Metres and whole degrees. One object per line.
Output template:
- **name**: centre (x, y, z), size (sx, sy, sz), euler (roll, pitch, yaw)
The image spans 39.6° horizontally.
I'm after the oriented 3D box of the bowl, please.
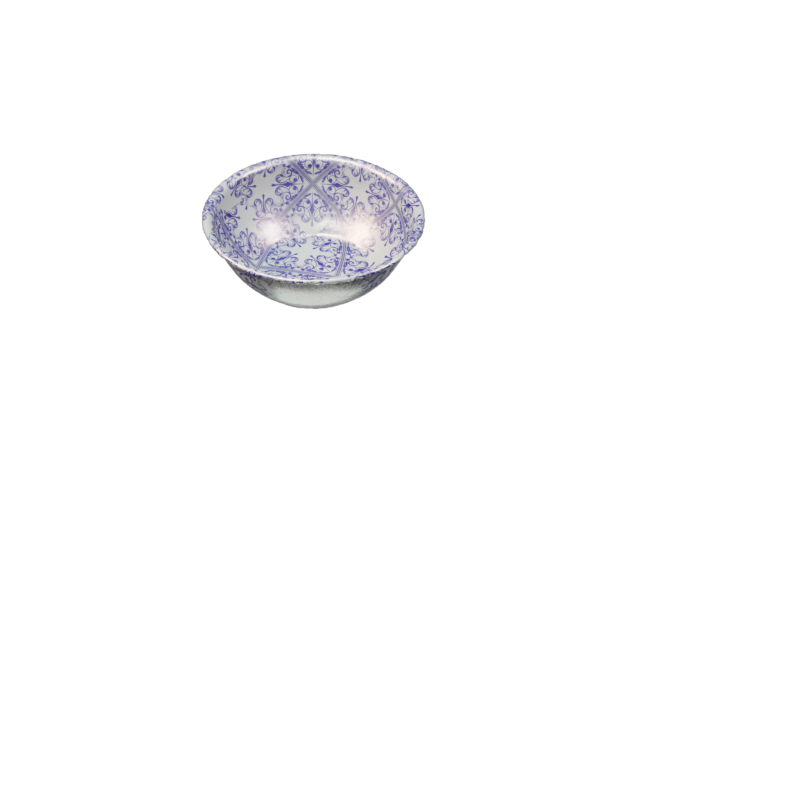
- **bowl**: centre (-0.064, -0.117, 0.818), size (0.162, 0.051, 0.174), euler (-1, 41, -2)
